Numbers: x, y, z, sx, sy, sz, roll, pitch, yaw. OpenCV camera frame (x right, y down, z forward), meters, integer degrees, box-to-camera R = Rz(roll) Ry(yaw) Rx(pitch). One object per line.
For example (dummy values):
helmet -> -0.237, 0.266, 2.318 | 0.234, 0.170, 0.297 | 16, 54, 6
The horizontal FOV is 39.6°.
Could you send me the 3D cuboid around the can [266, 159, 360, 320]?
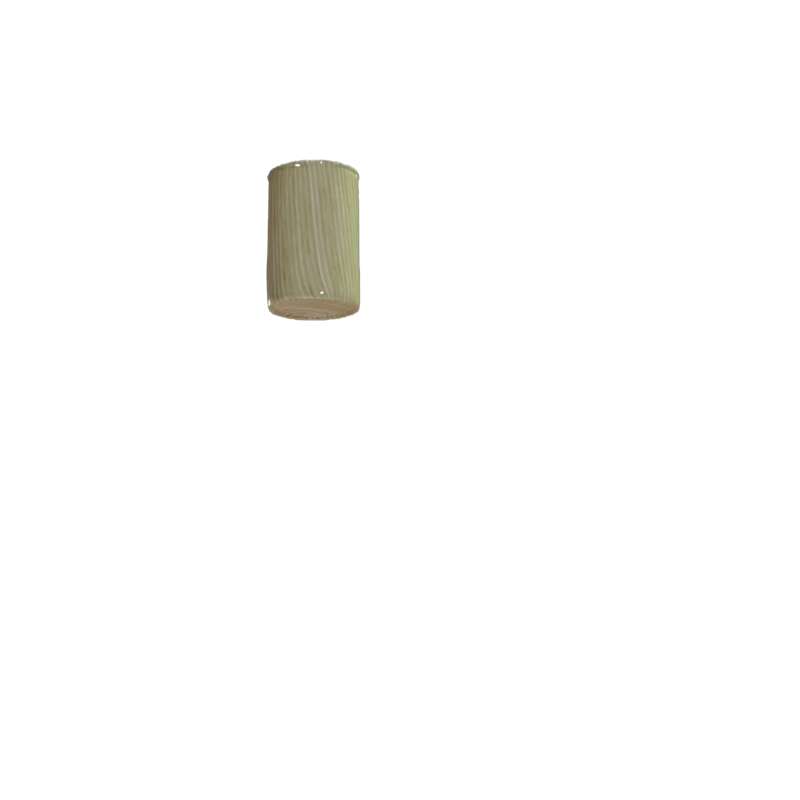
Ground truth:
can -> -0.063, -0.114, 0.801 | 0.068, 0.106, 0.066 | 0, -15, -2
